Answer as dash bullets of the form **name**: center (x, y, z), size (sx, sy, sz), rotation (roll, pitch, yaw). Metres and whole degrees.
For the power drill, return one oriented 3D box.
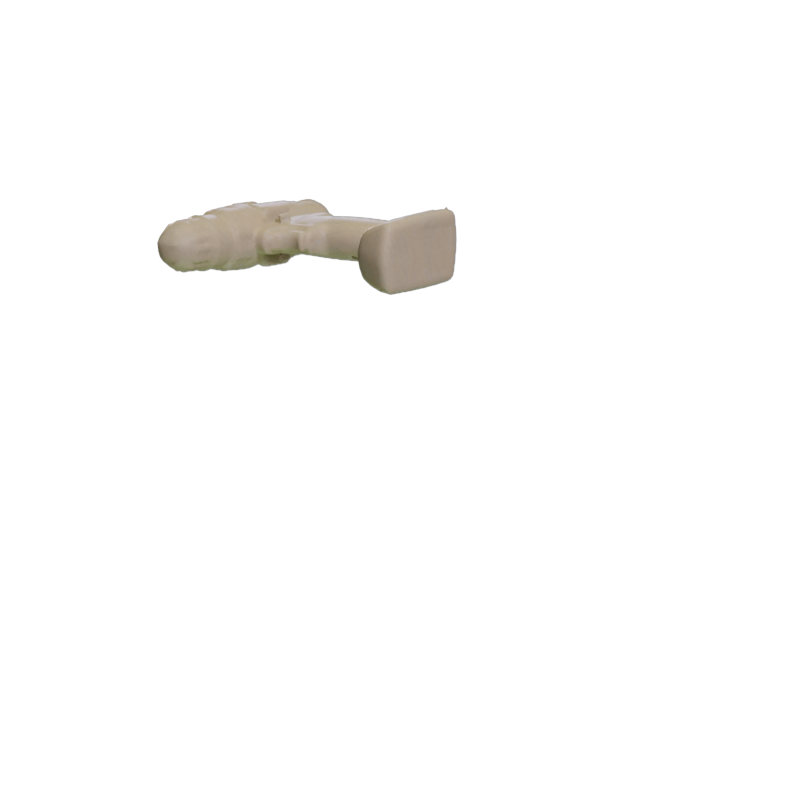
- **power drill**: center (-0.067, -0.122, 0.851), size (0.197, 0.055, 0.182), rotation (13, 21, 34)
